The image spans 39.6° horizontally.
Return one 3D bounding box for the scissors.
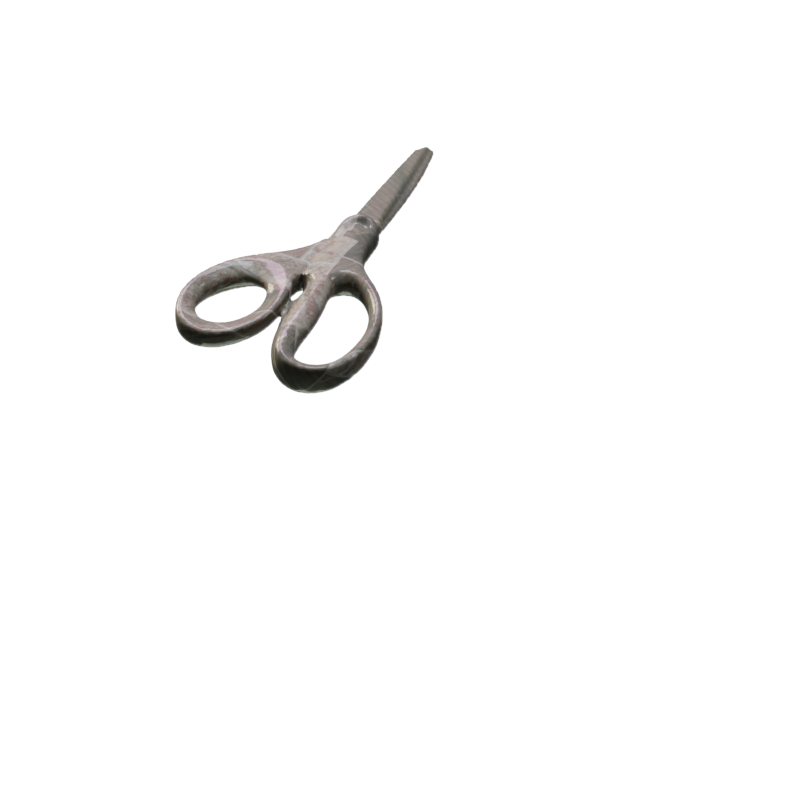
[{"bbox_3d":[-0.040,-0.073,0.512,0.097,0.015,0.213,4,38,5],"label":"scissors"}]
